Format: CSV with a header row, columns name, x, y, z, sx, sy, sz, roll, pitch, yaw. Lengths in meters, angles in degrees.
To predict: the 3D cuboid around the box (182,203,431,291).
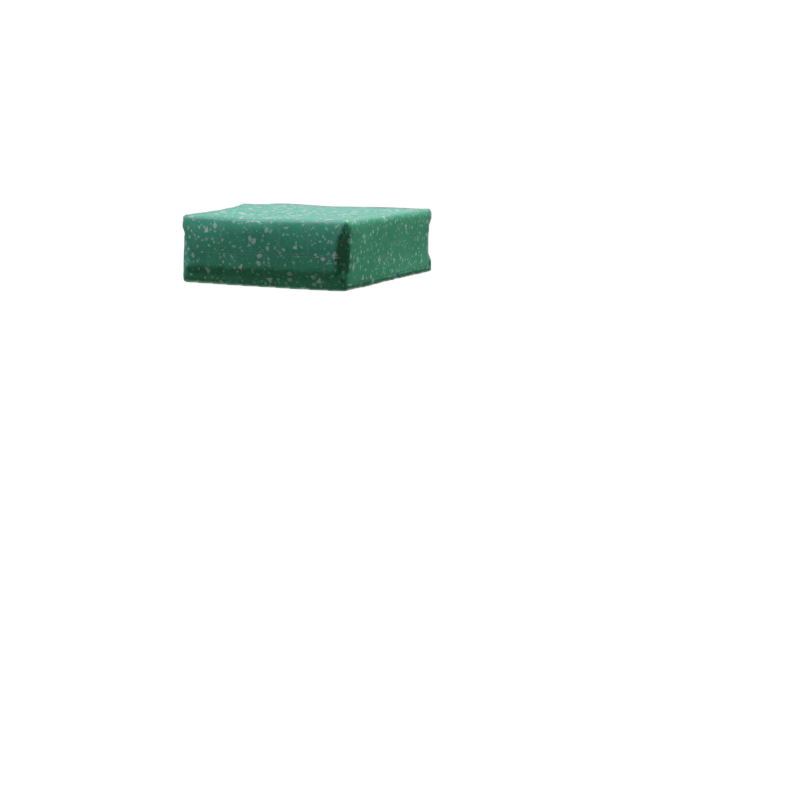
name,x,y,z,sx,sy,sz,roll,pitch,yaw
box,-0.036,-0.066,0.461,0.076,0.030,0.088,6,14,25
